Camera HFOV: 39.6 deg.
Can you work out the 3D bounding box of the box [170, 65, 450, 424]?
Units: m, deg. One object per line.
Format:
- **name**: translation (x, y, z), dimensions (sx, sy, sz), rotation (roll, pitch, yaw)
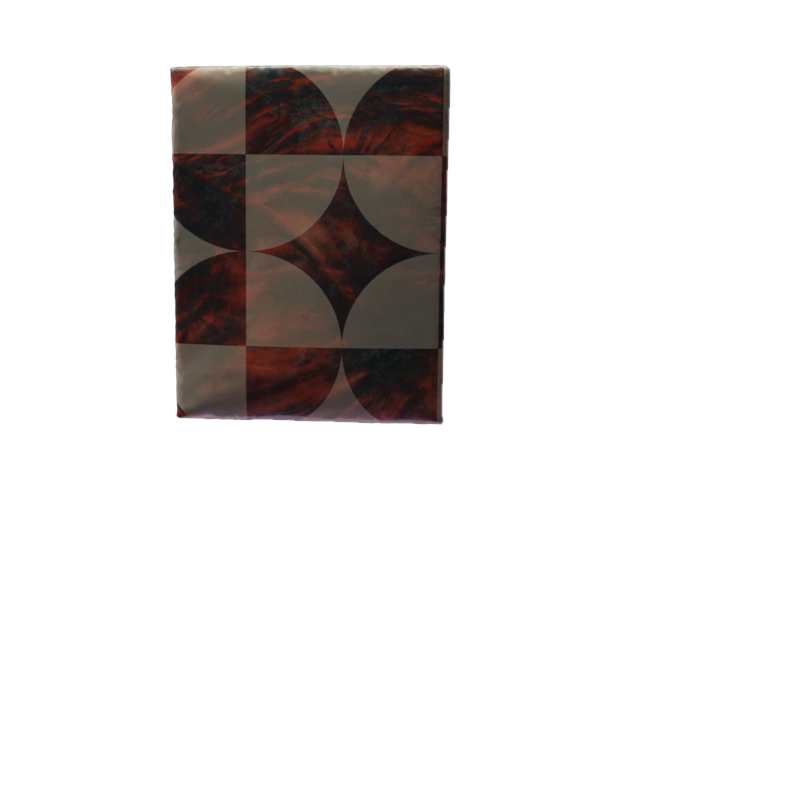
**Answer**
- **box**: translation (-0.053, -0.097, 0.682), dimensions (0.165, 0.209, 0.073), rotation (1, 9, 3)
